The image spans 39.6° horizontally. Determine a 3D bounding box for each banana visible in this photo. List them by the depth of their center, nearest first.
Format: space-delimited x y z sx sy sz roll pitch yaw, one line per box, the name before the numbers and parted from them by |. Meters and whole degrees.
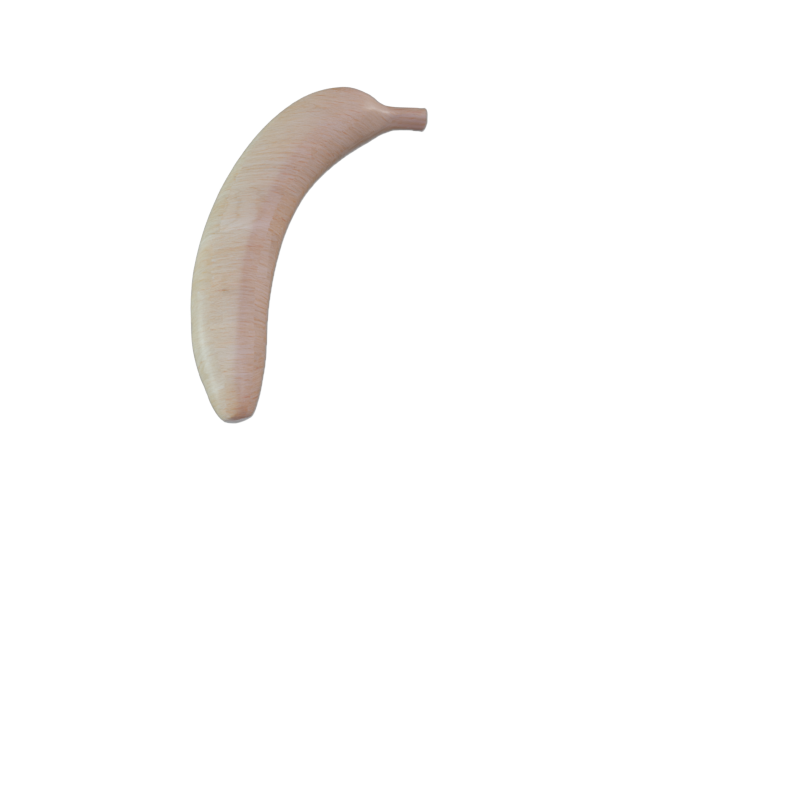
banana | -0.056 -0.085 0.525 0.071 0.204 0.035 23 -26 11
